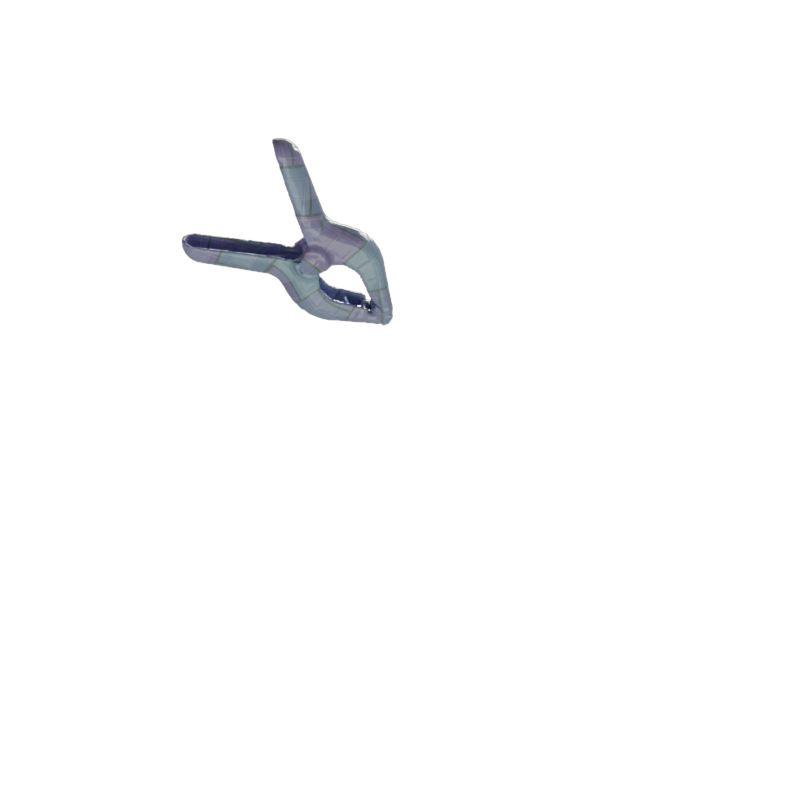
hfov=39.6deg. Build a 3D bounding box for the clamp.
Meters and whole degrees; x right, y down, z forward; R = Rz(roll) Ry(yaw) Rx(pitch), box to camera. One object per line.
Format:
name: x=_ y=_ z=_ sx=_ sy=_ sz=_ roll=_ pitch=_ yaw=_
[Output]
clamp: x=-0.066 y=-0.121 z=0.844 sx=0.165 sy=0.117 sz=0.042 roll=27 pitch=33 yaw=-20
